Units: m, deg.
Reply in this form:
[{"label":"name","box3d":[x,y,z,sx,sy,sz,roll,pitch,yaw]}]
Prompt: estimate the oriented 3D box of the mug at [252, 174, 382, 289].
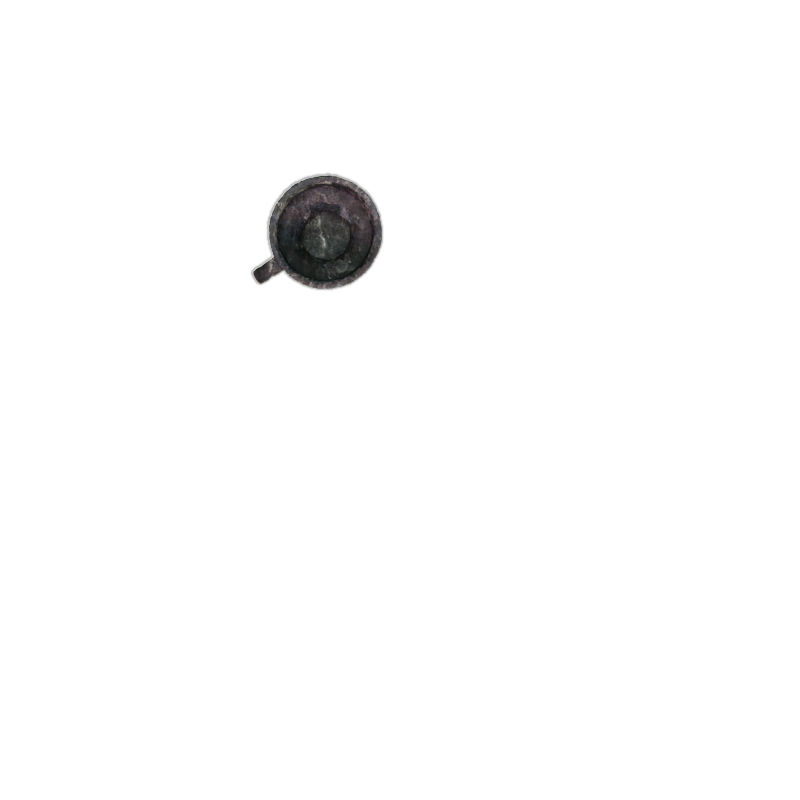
[{"label":"mug","box3d":[-0.073,-0.134,0.937,0.117,0.093,0.082,-36,3,0]}]
